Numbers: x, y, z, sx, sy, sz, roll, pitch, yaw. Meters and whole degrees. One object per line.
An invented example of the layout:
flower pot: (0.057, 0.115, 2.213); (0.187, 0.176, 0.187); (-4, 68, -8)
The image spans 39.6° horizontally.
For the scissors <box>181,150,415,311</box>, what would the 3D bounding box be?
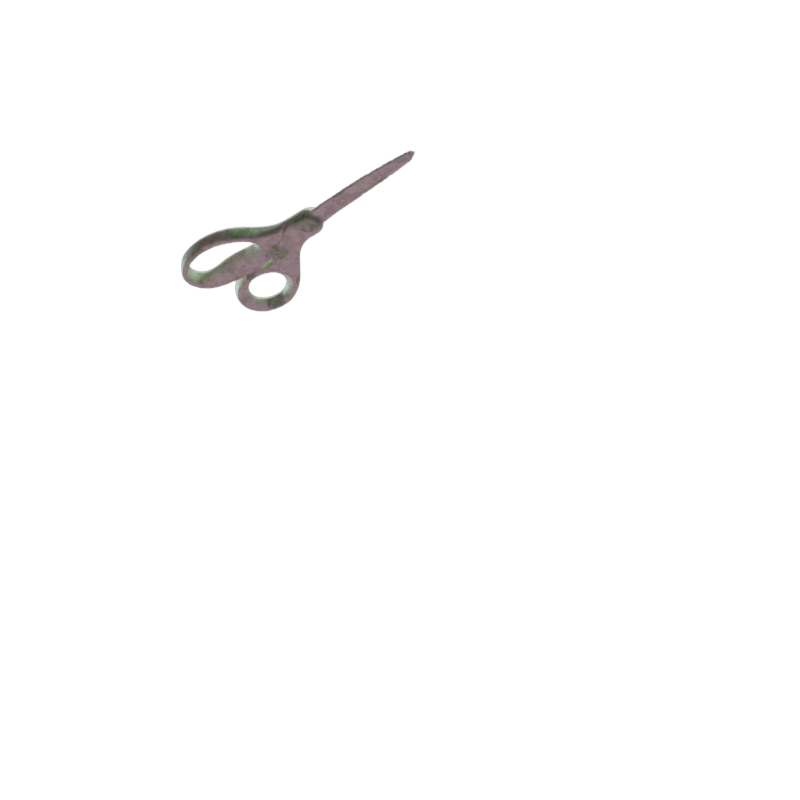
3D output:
scissors: (-0.062, -0.113, 0.790); (0.204, 0.017, 0.089); (-17, -39, 22)
